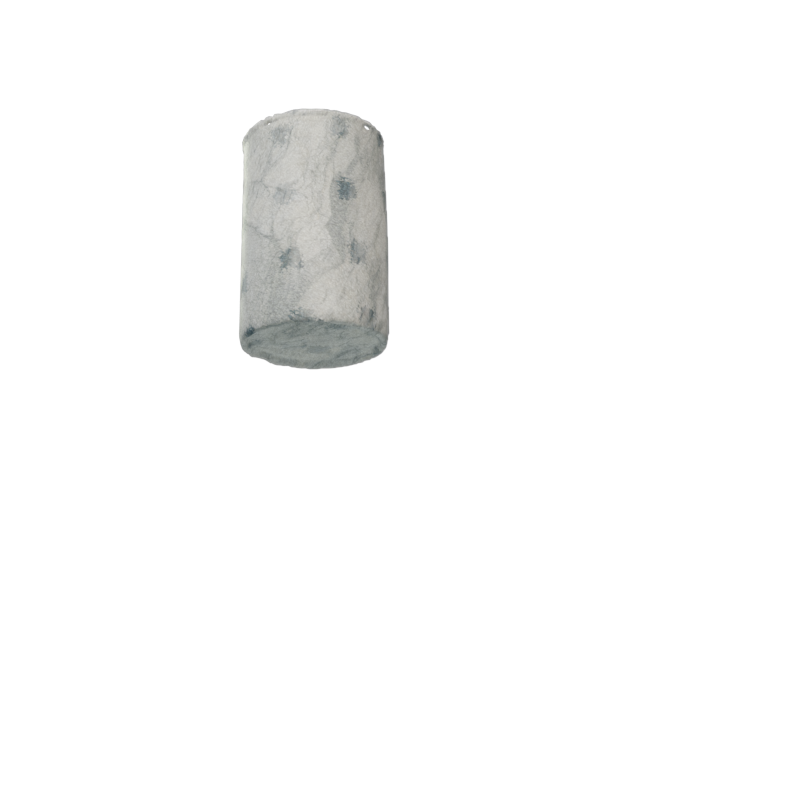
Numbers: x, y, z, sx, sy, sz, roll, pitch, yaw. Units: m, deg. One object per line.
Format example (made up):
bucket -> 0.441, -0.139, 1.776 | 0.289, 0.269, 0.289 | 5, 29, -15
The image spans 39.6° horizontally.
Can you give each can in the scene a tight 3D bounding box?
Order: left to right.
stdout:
can -> -0.040, -0.073, 0.509 | 0.068, 0.108, 0.065 | 0, -22, -2
